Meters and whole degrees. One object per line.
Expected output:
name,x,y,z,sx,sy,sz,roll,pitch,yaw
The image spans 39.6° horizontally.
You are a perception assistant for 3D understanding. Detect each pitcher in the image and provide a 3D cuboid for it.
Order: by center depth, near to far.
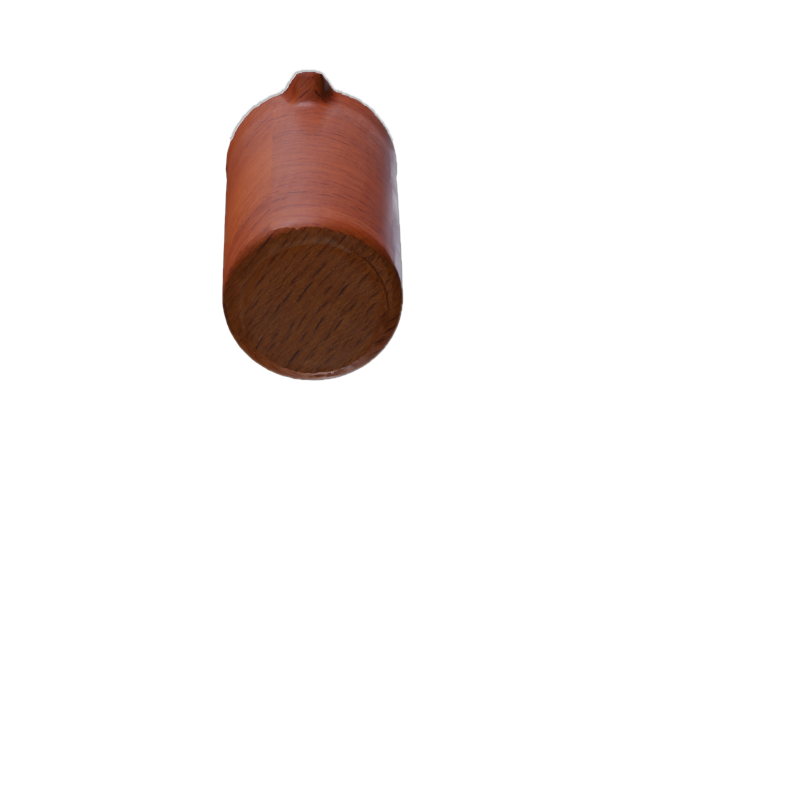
pitcher,-0.060,-0.109,0.763,0.142,0.143,0.258,41,20,-23
